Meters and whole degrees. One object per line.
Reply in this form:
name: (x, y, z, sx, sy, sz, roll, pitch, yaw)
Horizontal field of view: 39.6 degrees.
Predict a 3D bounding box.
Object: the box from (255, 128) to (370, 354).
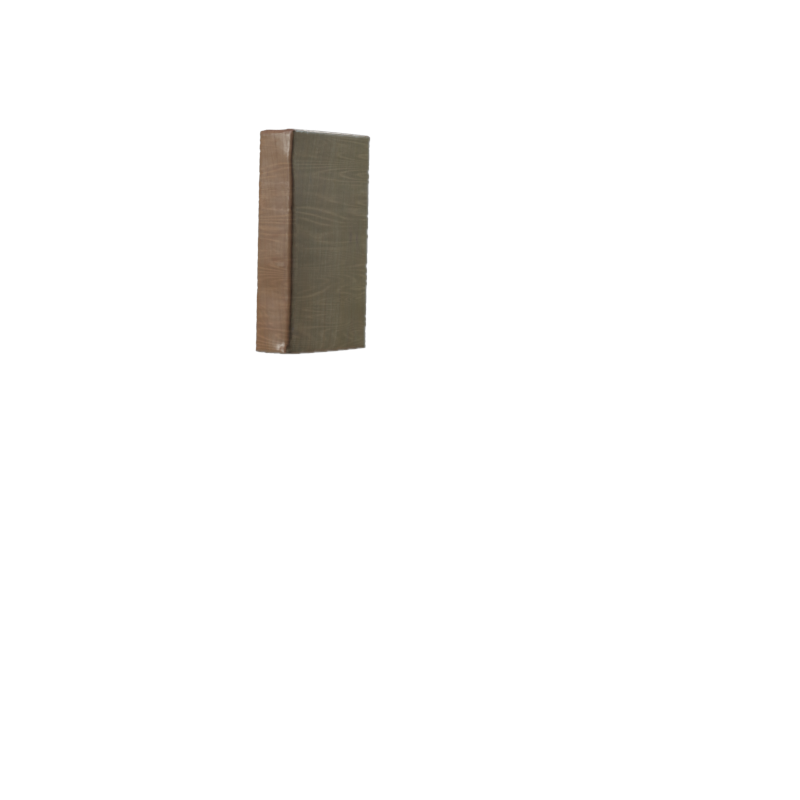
box: (-0.070, -0.128, 0.893, 0.050, 0.176, 0.090, 0, 1, 42)
